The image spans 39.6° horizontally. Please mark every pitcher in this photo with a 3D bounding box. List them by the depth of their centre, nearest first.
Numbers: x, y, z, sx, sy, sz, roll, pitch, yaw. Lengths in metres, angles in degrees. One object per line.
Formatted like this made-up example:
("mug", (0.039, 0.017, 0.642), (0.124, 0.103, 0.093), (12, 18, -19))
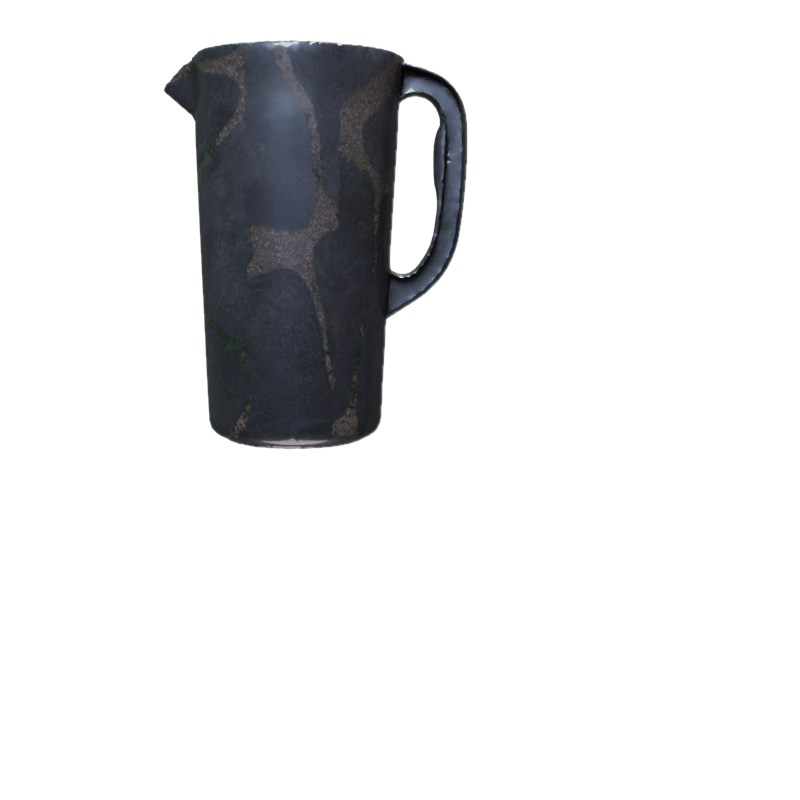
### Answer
("pitcher", (-0.054, -0.099, 0.692), (0.140, 0.242, 0.155), (-3, 4, -45))
